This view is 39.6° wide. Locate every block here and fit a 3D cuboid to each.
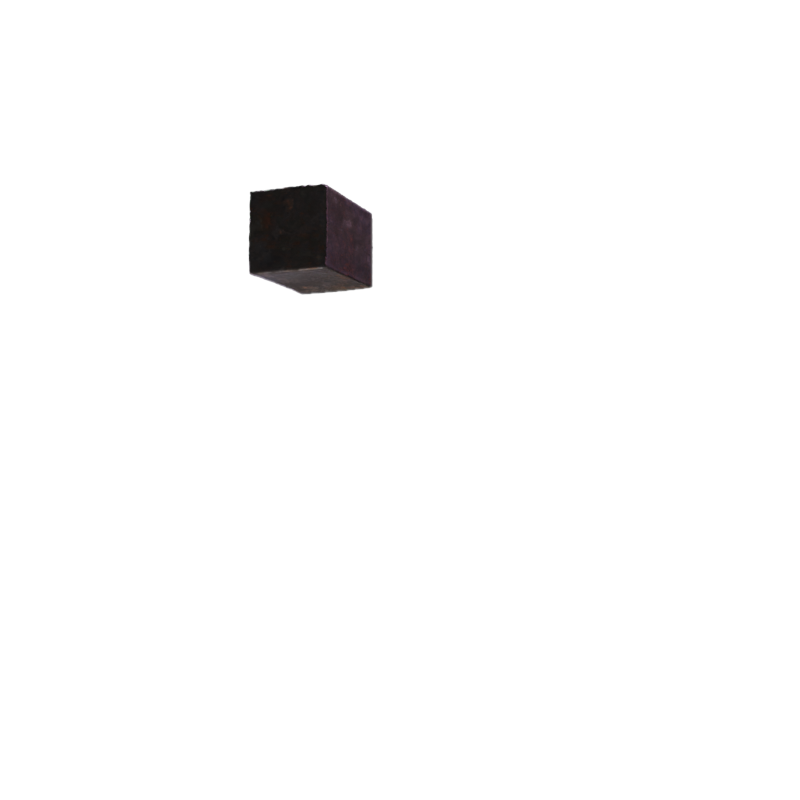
[{"bbox_3d":[-0.054,-0.098,0.688,0.054,0.053,0.074,-4,-8,20],"label":"block"}]
